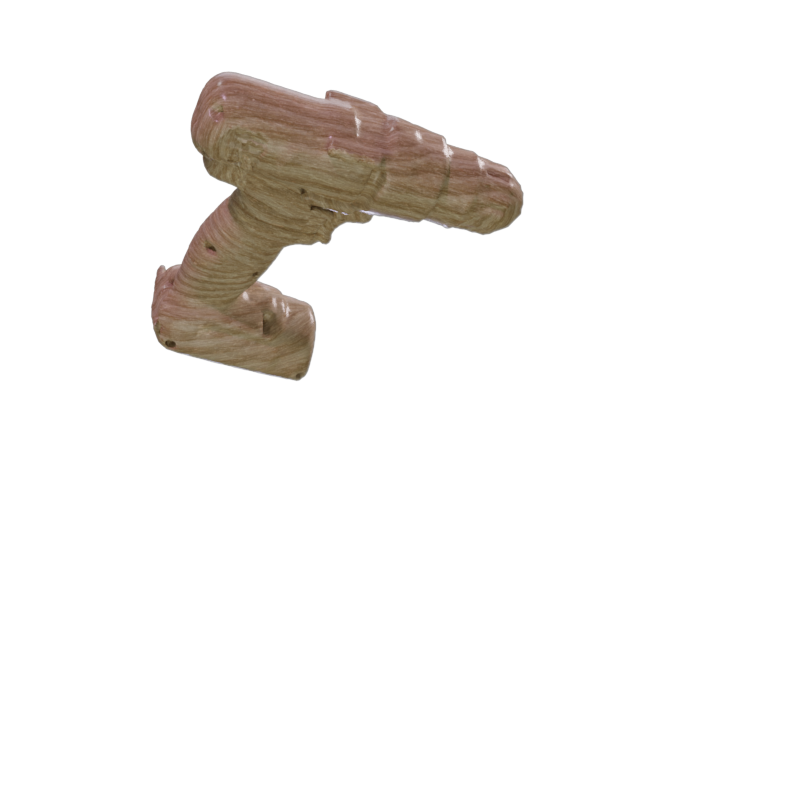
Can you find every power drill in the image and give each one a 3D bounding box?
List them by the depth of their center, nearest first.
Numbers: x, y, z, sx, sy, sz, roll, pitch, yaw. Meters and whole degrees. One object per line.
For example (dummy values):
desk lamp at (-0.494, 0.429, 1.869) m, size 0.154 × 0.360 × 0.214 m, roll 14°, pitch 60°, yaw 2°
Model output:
power drill at (-0.049, -0.089, 0.622) m, size 0.178 × 0.062 × 0.181 m, roll 17°, pitch -45°, yaw -19°
